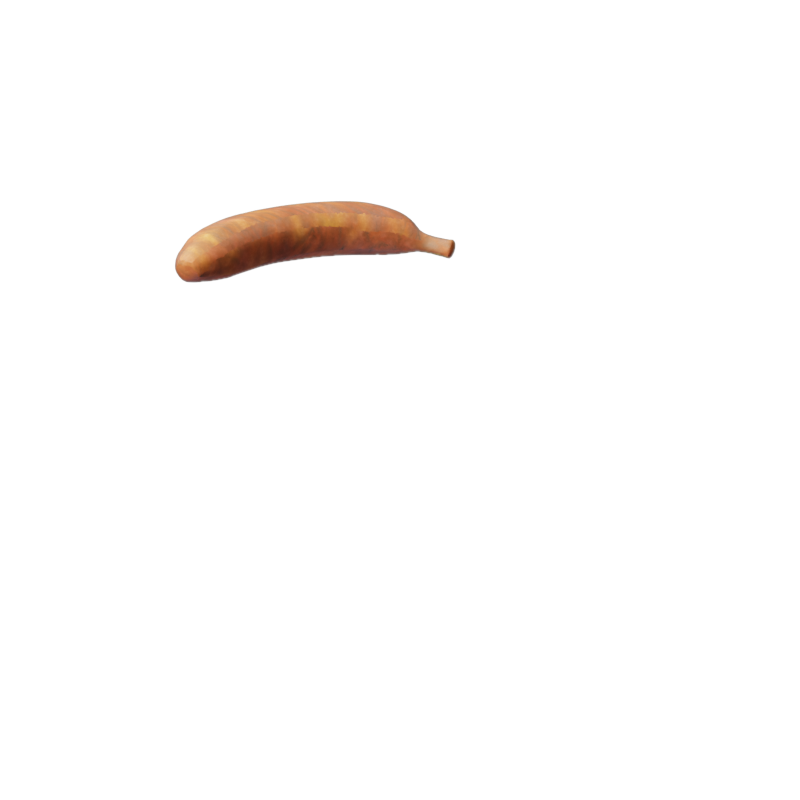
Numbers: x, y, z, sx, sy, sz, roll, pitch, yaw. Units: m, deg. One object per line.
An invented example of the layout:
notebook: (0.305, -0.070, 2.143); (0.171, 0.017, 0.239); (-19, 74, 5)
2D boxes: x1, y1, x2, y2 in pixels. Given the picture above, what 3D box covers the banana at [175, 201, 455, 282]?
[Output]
banana: (-0.061, -0.101, 0.688); (0.193, 0.036, 0.074); (-12, 20, -33)
